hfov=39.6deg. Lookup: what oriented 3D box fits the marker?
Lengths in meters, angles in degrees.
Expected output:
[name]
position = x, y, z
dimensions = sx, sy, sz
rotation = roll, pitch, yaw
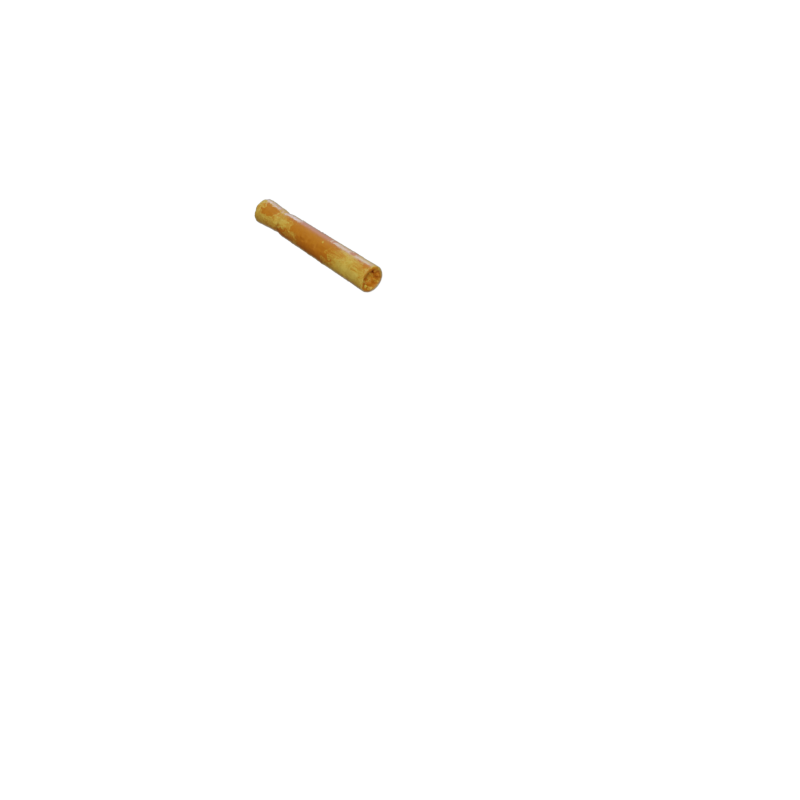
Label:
[marker]
position = -0.059, -0.107, 0.748
dimensions = 0.019, 0.019, 0.130
rotation = -3, 30, -44
